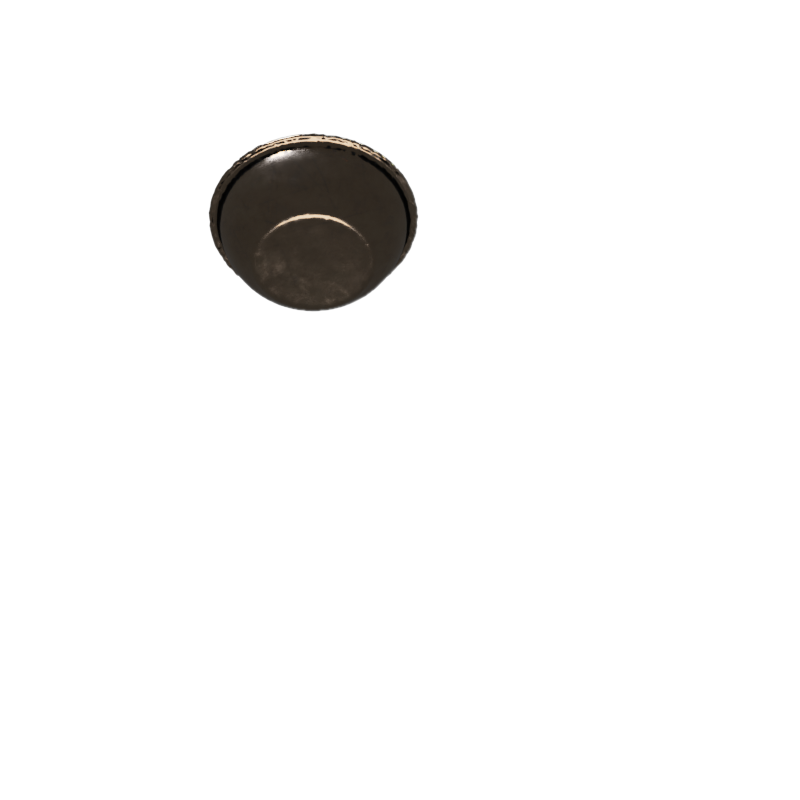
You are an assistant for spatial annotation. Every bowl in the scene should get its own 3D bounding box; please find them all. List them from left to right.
[{"bbox_3d":[-0.066,-0.120,0.838,0.162,0.151,0.059,1,41,-1],"label":"bowl"}]
